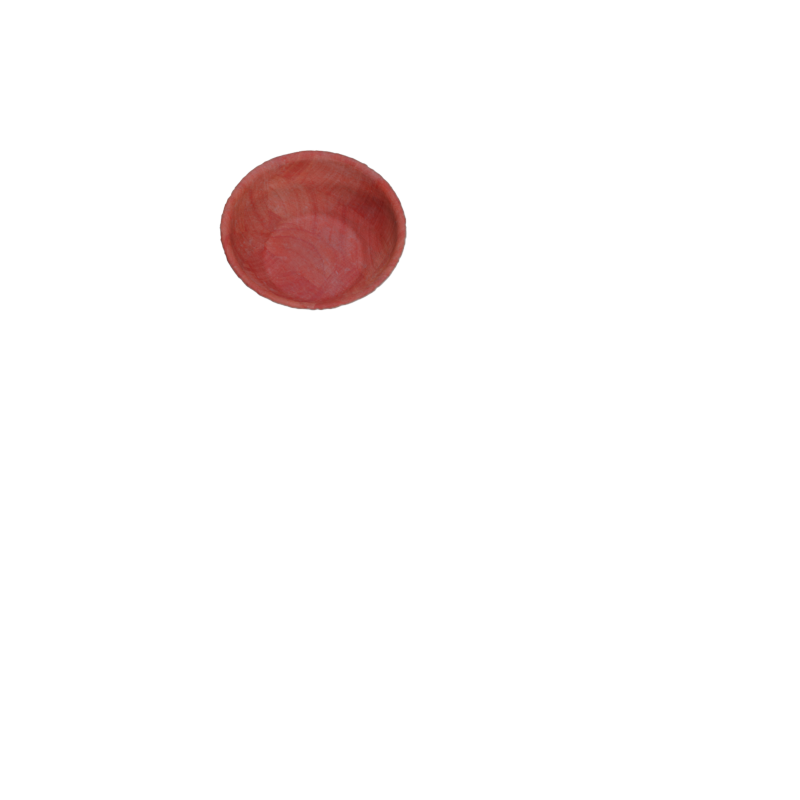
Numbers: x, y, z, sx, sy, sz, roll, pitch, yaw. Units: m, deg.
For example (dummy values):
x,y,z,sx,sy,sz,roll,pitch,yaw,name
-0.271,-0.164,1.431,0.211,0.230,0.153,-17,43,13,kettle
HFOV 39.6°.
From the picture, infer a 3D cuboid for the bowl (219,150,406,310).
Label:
x,y,z,sx,sy,sz,roll,pitch,yaw,name
-0.077,-0.140,0.979,0.162,0.172,0.052,-1,-29,-1,bowl
